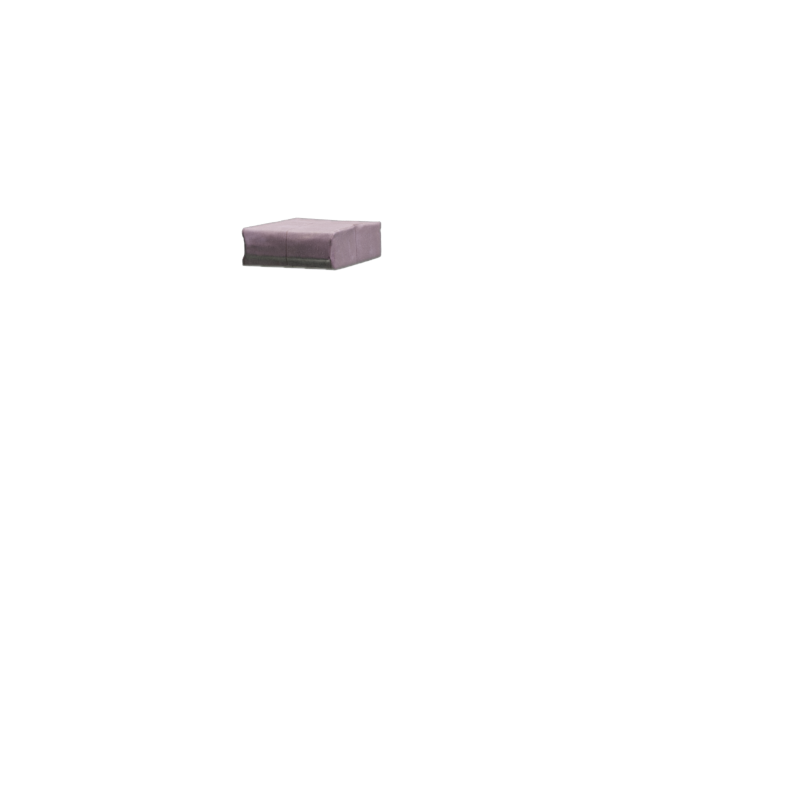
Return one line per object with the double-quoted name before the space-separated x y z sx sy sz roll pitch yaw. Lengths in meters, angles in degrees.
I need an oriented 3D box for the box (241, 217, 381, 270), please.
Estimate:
"box" -0.063 -0.115 0.806 0.075 0.029 0.088 6 14 23
